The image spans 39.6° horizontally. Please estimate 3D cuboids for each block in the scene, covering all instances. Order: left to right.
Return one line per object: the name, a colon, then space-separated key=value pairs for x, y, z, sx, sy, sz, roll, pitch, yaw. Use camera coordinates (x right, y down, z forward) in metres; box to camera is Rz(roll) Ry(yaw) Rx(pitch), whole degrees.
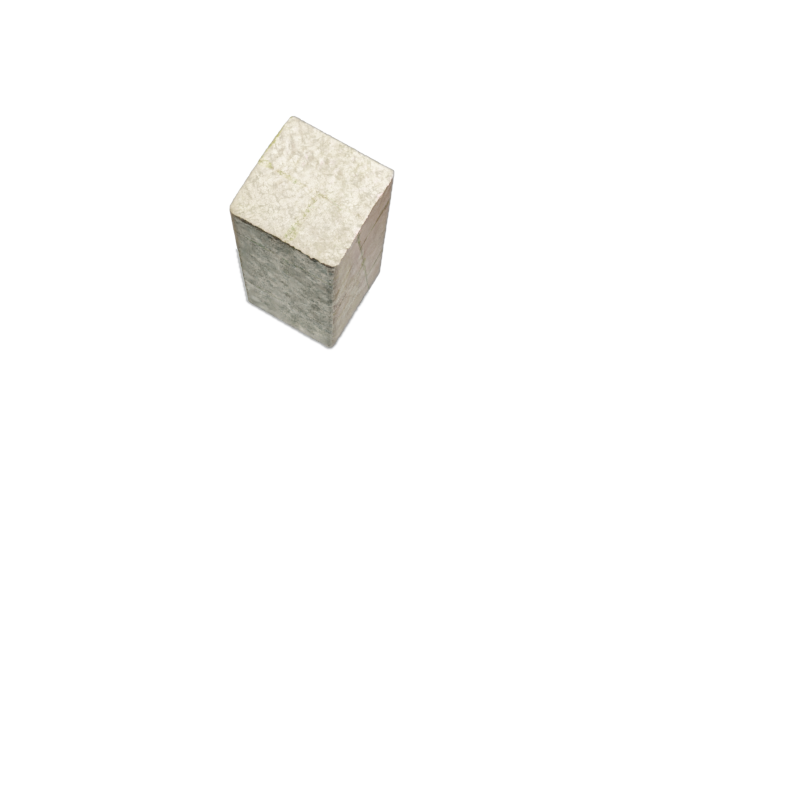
block: x=-0.069 y=-0.125 z=0.879 sx=0.092 sy=0.092 sz=0.198 roll=30 pitch=-15 yaw=4
